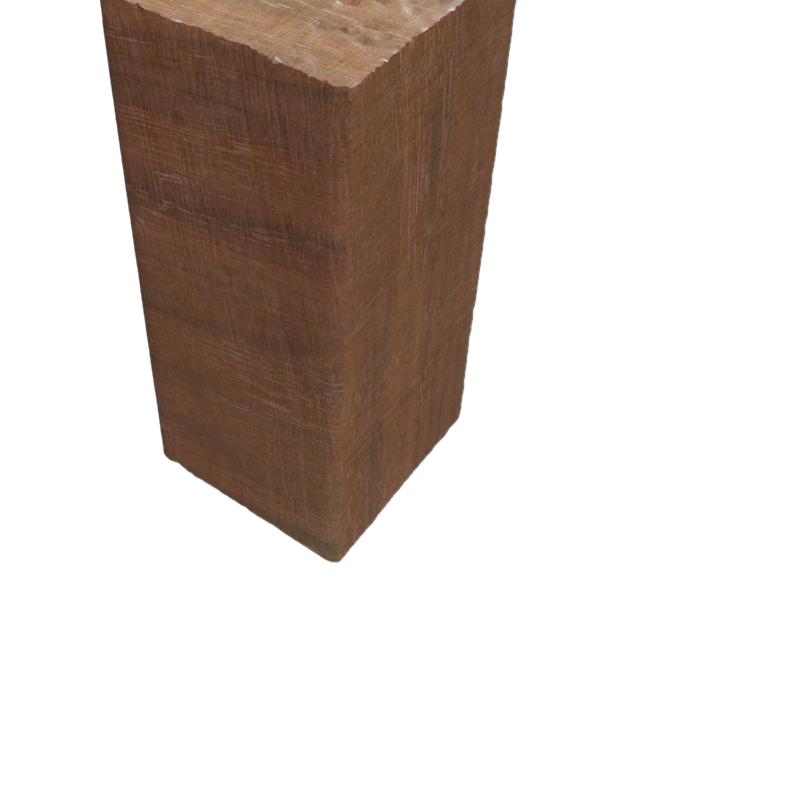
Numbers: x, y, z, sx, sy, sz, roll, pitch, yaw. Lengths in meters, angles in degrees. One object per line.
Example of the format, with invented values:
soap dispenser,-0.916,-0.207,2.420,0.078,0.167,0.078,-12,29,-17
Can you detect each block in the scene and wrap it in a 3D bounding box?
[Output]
block,-0.030,-0.055,0.379,0.095,0.192,0.093,28,50,21
